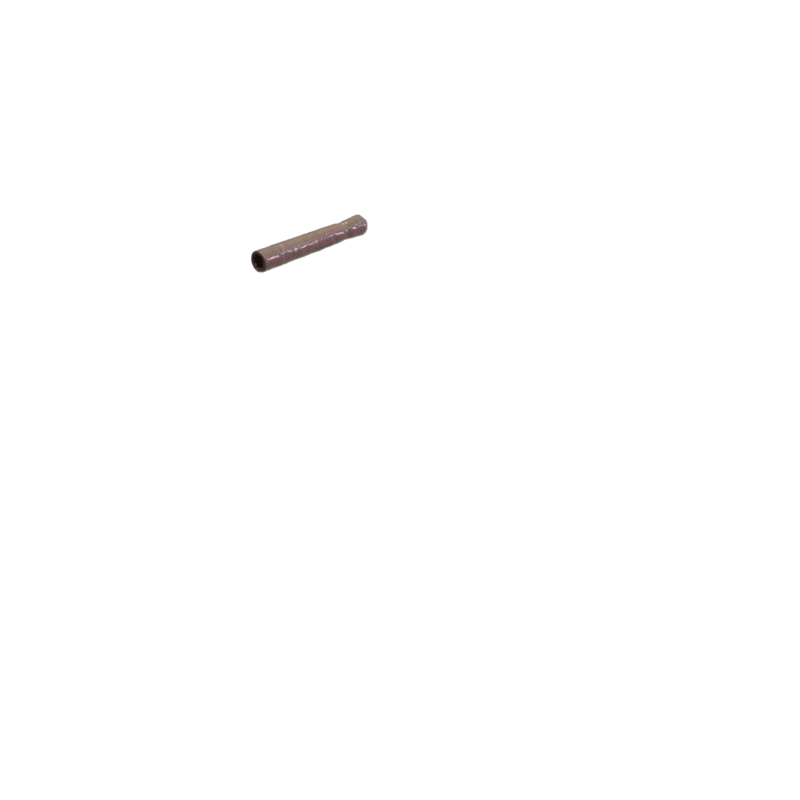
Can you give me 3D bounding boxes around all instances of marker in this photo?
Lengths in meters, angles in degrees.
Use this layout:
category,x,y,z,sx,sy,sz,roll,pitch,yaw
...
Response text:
category,x,y,z,sx,sy,sz,roll,pitch,yaw
marker,-0.072,-0.132,0.924,0.120,0.019,0.021,-27,21,-39
